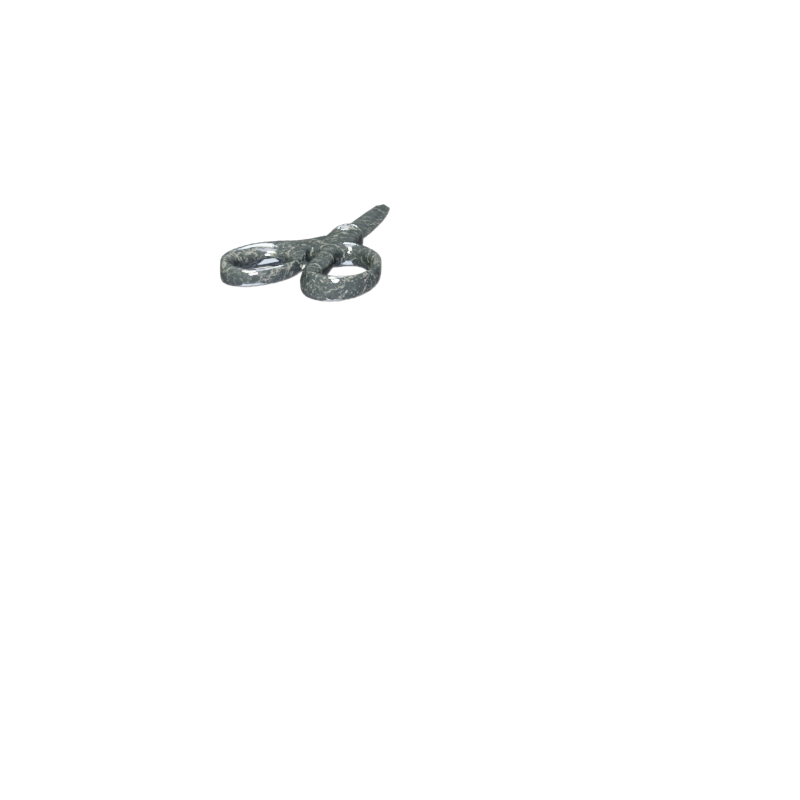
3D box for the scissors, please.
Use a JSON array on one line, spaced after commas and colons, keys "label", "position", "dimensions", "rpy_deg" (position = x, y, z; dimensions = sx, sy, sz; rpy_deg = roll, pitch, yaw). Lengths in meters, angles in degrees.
[{"label": "scissors", "position": [-0.051, -0.093, 0.654], "dimensions": [0.096, 0.015, 0.210], "rpy_deg": [0, 21, -1]}]
